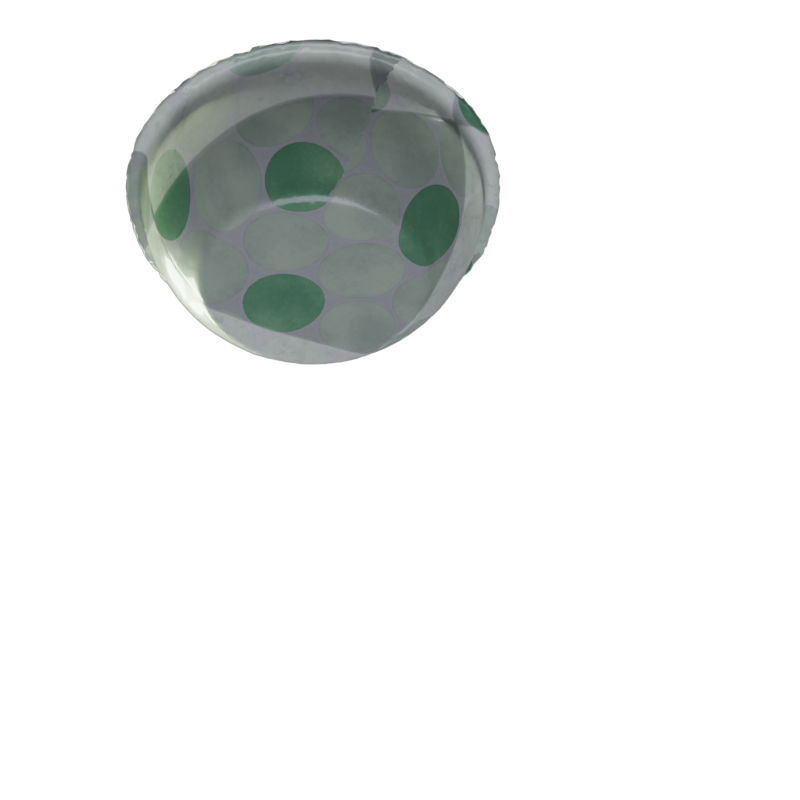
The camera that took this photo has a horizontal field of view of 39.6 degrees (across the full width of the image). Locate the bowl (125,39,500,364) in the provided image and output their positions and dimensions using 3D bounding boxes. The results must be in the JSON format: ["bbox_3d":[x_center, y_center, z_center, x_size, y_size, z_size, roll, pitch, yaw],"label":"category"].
[{"bbox_3d":[-0.036,-0.066,0.460,0.162,0.151,0.059,1,44,-1],"label":"bowl"}]
